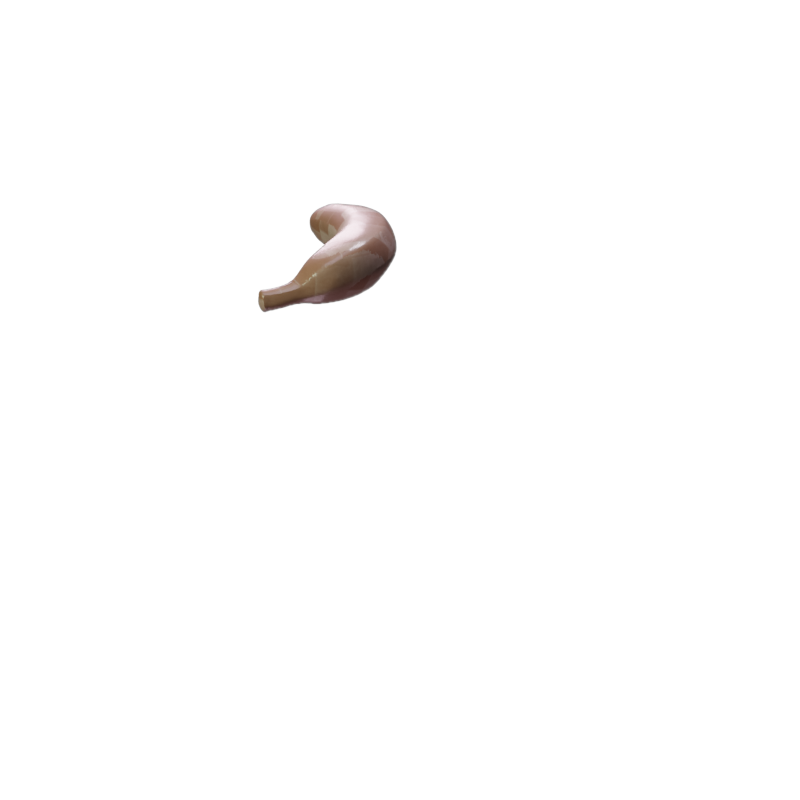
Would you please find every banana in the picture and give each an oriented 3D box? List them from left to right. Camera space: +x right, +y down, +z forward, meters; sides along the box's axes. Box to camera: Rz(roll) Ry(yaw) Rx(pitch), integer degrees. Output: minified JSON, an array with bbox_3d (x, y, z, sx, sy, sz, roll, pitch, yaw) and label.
[{"bbox_3d":[-0.036,-0.096,0.686,0.070,0.035,0.203,2,20,5],"label":"banana"}]
